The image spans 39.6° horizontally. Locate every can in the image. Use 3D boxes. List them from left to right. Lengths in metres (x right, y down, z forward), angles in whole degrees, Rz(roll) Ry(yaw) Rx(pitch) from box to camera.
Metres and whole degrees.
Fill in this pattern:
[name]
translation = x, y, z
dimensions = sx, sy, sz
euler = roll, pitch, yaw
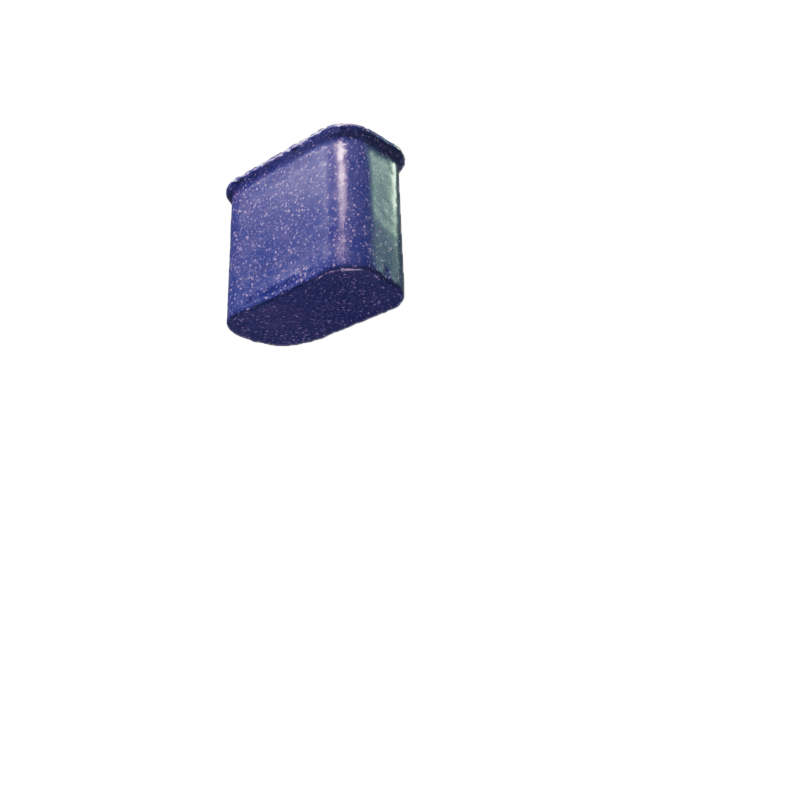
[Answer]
[can]
translation = -0.045, -0.083, 0.579
dimensions = 0.103, 0.089, 0.054
euler = -22, -33, 36
